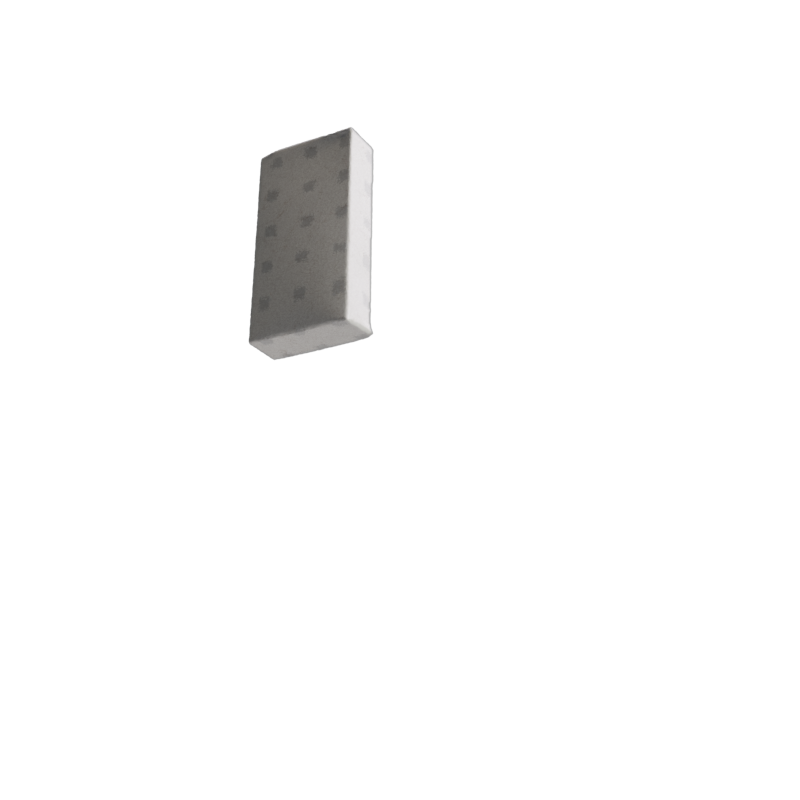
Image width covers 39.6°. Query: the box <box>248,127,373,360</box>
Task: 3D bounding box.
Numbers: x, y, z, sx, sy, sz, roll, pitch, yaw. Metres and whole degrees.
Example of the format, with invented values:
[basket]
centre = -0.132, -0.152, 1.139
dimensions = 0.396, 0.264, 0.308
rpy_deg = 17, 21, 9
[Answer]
[box]
centre = -0.070, -0.128, 0.893
dimensions = 0.095, 0.187, 0.045
rpy_deg = -15, -29, 25
